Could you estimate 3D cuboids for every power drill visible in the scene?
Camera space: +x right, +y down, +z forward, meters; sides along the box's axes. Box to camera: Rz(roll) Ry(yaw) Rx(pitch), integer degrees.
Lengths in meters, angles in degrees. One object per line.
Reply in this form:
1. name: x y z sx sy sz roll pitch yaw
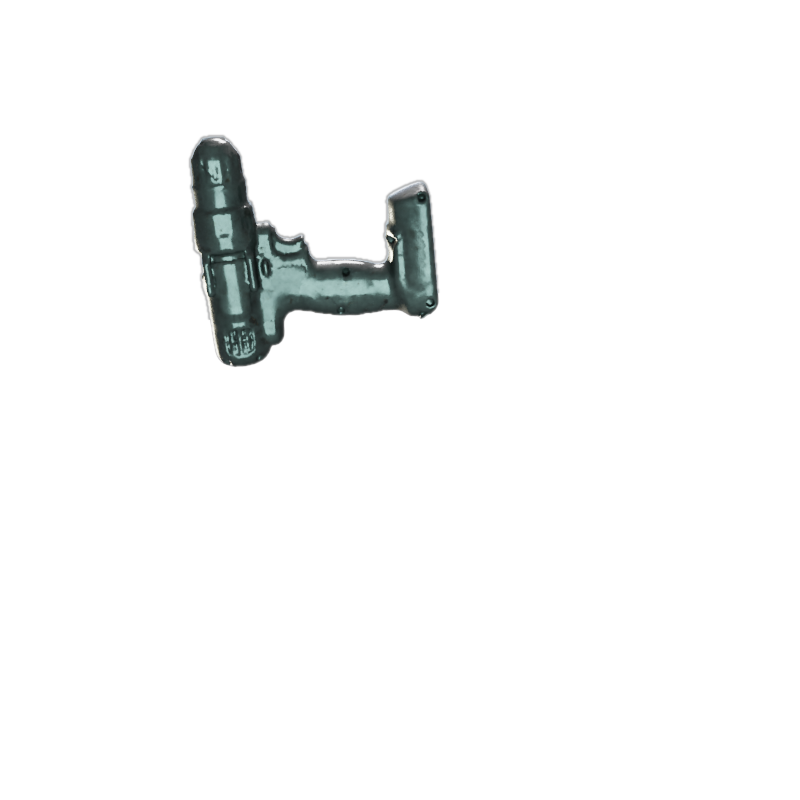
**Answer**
1. power drill: -0.069 -0.125 0.876 0.188 0.178 0.059 -6 14 1
